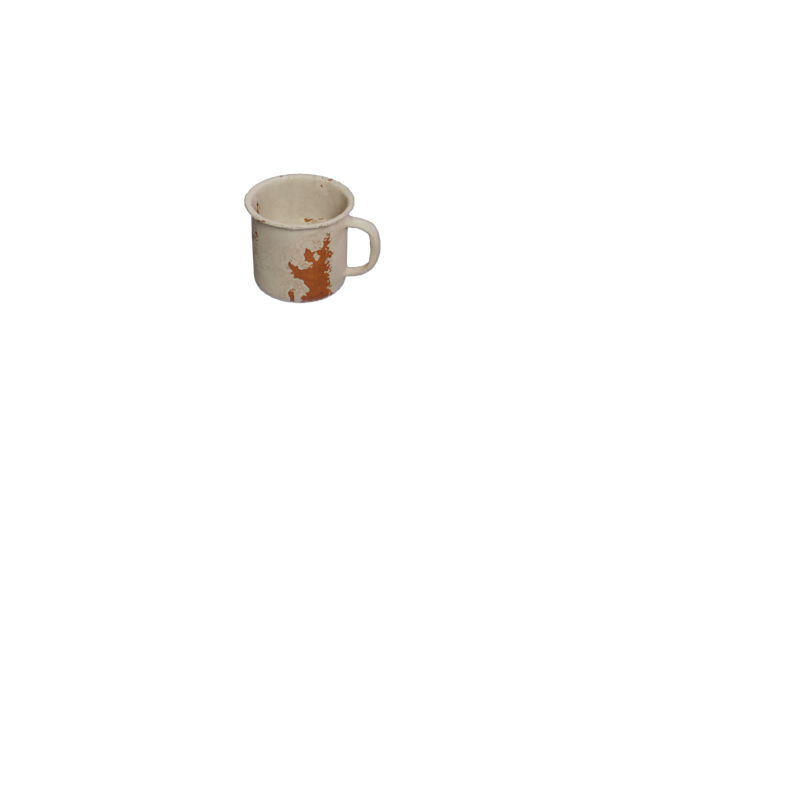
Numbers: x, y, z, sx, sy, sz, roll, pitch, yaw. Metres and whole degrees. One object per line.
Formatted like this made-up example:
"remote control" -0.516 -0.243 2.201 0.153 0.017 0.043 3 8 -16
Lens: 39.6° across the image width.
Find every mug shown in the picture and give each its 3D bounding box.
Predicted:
"mug" -0.074 -0.135 0.948 0.119 0.076 0.098 7 36 9
